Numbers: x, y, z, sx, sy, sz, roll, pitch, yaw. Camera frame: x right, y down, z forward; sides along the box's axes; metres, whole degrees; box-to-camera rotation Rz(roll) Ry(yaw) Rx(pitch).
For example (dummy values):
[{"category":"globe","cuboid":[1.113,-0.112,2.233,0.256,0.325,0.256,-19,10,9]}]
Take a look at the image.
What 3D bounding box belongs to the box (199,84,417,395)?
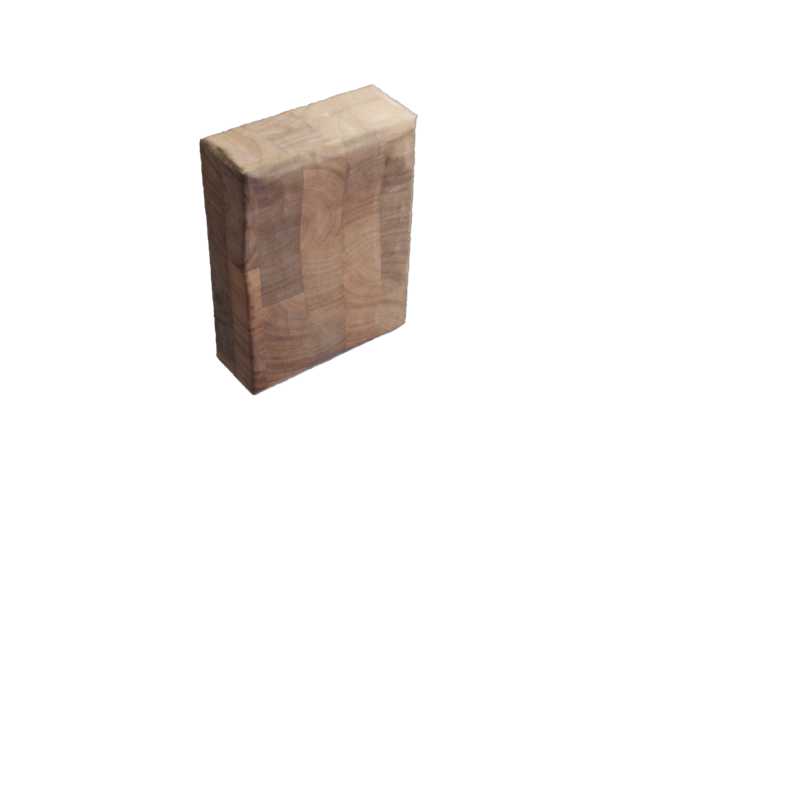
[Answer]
[{"category":"box","cuboid":[-0.070,-0.128,0.898,0.163,0.200,0.077,-24,46,-29]}]
